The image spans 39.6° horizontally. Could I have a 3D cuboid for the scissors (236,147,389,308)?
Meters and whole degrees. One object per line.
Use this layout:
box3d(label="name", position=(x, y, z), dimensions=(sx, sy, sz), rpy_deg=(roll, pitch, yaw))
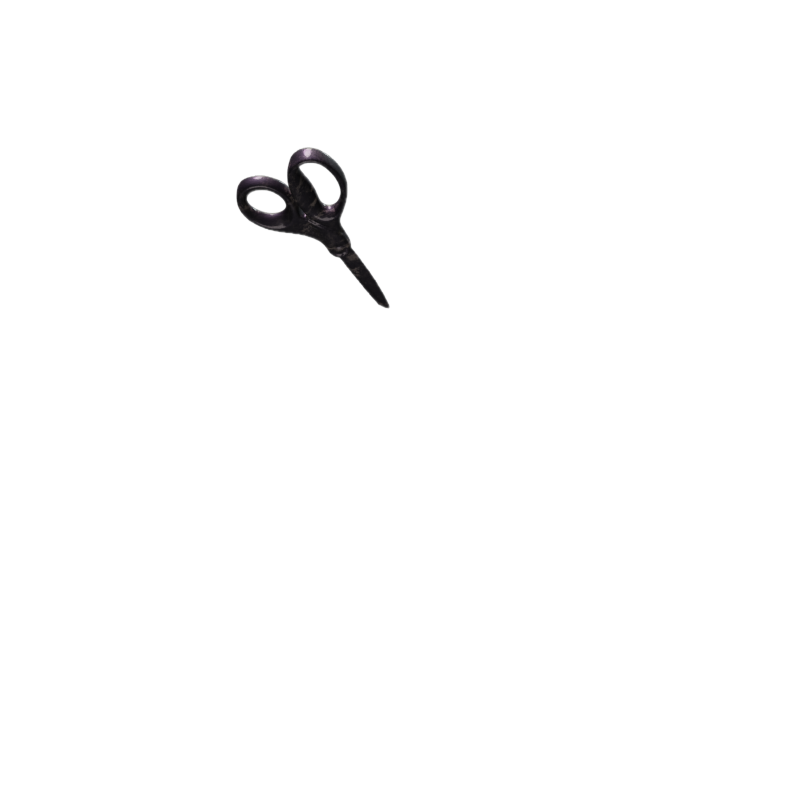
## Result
box3d(label="scissors", position=(-0.071, -0.129, 0.903), dimensions=(0.097, 0.017, 0.186), rpy_deg=(-5, -36, 7))
